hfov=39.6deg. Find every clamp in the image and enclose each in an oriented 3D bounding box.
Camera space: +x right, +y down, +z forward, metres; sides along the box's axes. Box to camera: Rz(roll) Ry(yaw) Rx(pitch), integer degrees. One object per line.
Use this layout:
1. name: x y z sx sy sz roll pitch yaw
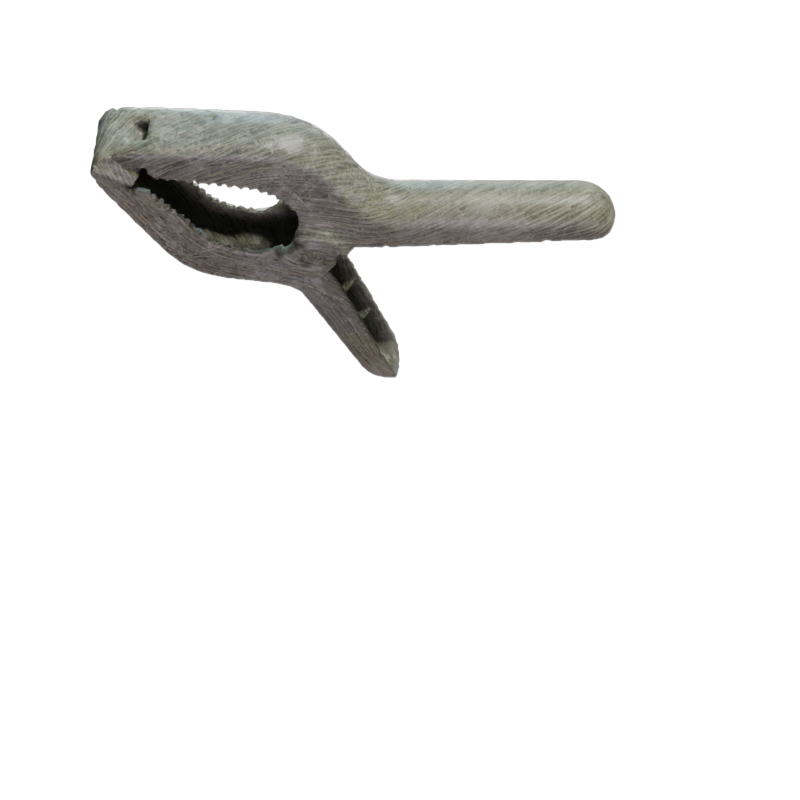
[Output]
1. clamp: -0.038 -0.069 0.485 0.202 0.039 0.160 15 -34 -23
